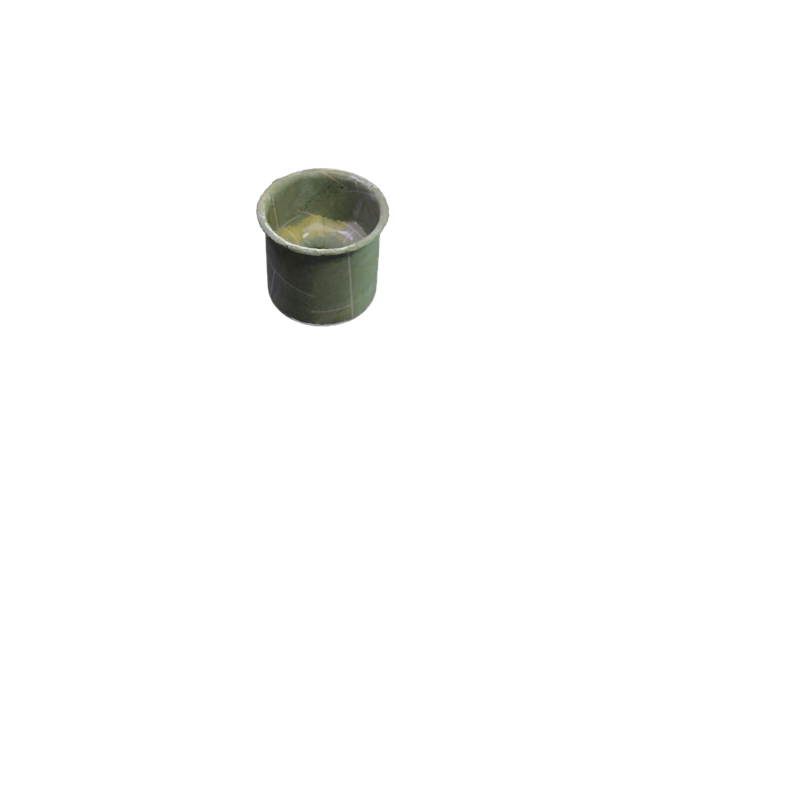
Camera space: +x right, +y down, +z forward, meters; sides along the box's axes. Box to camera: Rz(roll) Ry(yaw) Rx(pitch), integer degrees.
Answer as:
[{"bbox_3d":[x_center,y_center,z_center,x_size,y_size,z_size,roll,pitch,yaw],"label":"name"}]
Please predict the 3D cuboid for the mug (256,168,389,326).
[{"bbox_3d":[-0.063,-0.115,0.809,0.093,0.076,0.126,-26,52,-24],"label":"mug"}]
